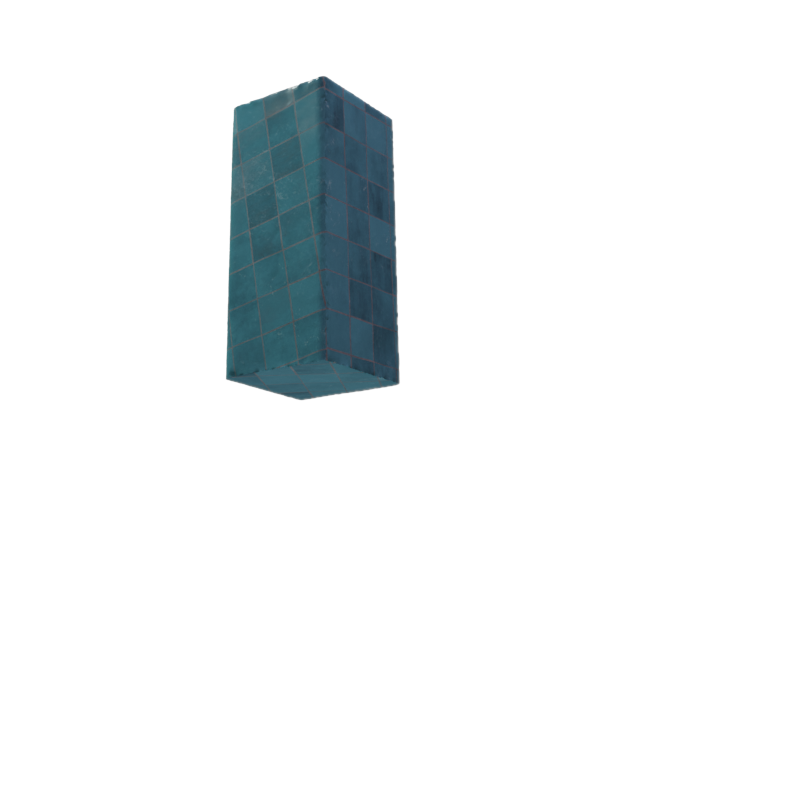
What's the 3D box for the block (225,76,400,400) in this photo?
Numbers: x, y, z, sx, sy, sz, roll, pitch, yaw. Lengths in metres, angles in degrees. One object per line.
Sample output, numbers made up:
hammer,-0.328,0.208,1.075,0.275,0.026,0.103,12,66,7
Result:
block,-0.063,-0.114,0.800,0.092,0.216,0.085,-13,-22,32
